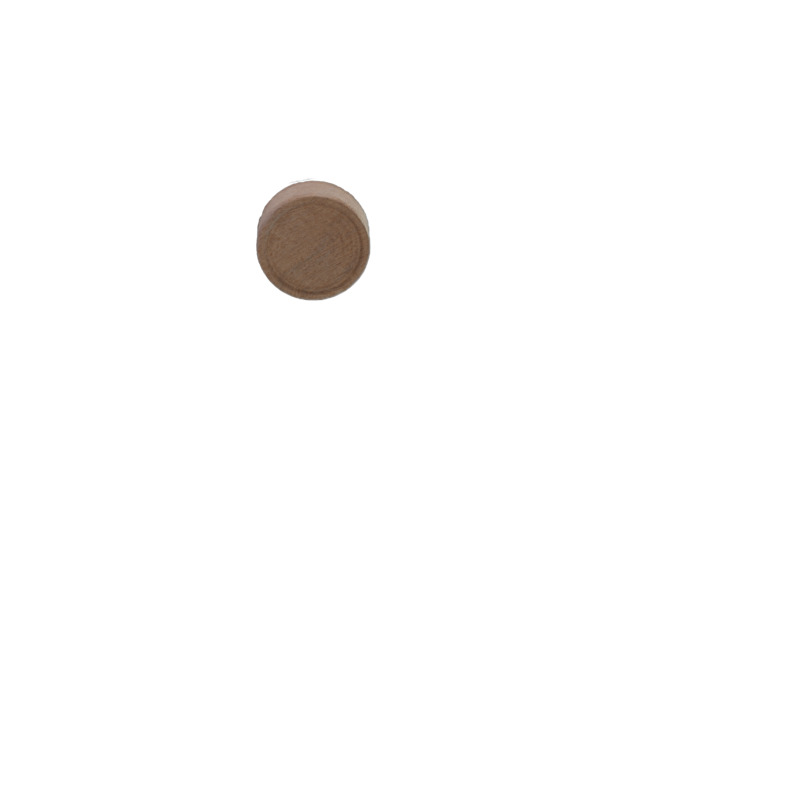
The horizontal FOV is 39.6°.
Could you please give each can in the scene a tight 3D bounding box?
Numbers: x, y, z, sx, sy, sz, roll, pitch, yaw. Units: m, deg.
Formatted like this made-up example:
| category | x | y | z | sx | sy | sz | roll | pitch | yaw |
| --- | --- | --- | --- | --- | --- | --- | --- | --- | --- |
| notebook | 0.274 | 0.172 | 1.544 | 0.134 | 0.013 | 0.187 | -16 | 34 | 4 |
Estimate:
| category | x | y | z | sx | sy | sz | roll | pitch | yaw |
| --- | --- | --- | --- | --- | --- | --- | --- | --- | --- |
| can | -0.065 | -0.118 | 0.827 | 0.086 | 0.082 | 0.035 | 1 | 22 | -1 |
